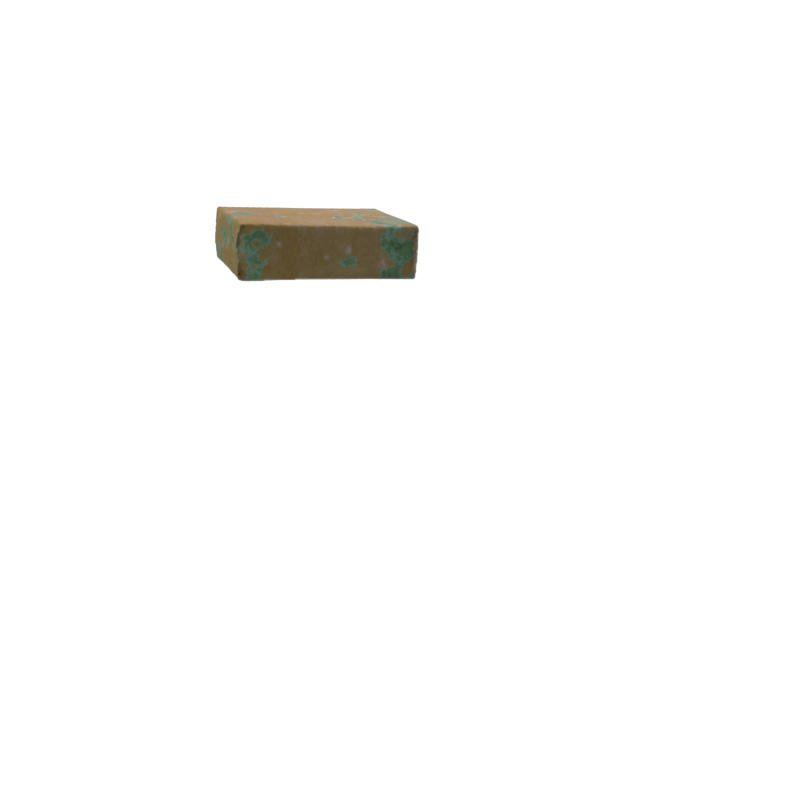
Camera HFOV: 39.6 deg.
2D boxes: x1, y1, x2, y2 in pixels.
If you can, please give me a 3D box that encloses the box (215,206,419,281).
[{"bbox_3d":[-0.055,-0.100,0.697,0.111,0.038,0.094,-4,14,-15],"label":"box"}]
